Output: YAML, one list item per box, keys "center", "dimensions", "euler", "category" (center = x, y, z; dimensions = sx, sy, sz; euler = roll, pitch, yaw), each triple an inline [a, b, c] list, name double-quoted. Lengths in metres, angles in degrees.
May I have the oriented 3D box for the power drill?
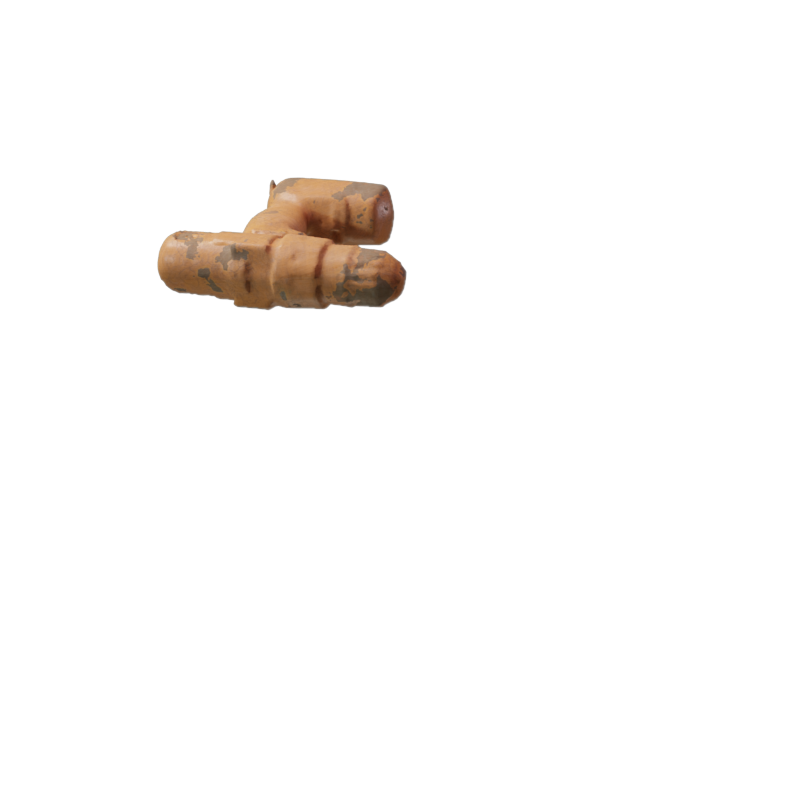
- center: [-0.066, -0.121, 0.845]
  dimensions: [0.190, 0.055, 0.191]
  euler: [8, 24, 17]
  category: "power drill"
